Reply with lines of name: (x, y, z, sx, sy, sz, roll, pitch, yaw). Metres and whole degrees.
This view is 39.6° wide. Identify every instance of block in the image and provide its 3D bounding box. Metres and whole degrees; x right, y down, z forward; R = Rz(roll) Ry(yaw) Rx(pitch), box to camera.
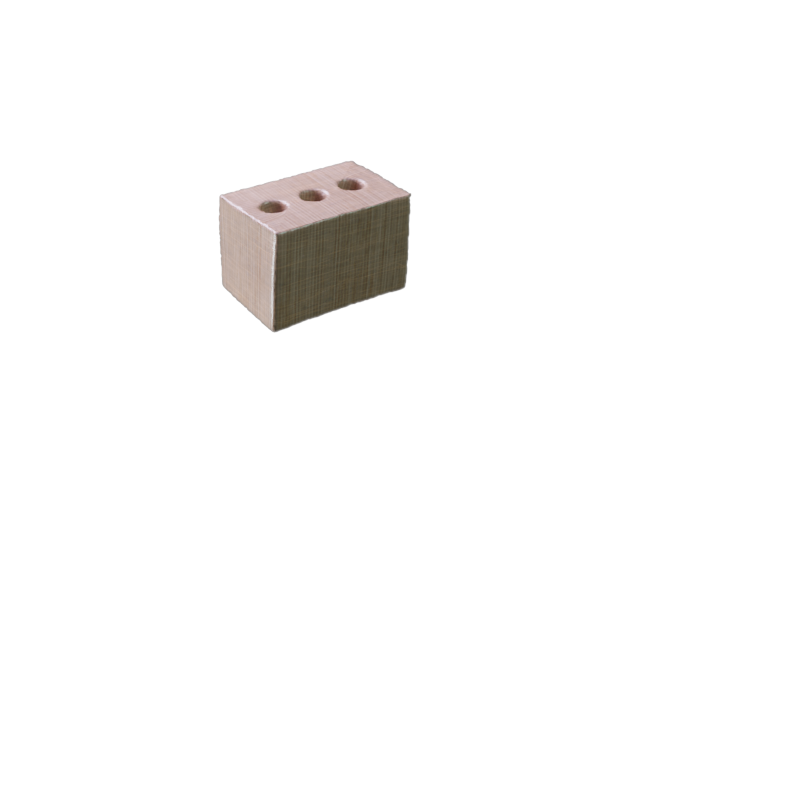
block: (-0.042, -0.076, 0.531, 0.077, 0.048, 0.057, -21, 38, -30)
